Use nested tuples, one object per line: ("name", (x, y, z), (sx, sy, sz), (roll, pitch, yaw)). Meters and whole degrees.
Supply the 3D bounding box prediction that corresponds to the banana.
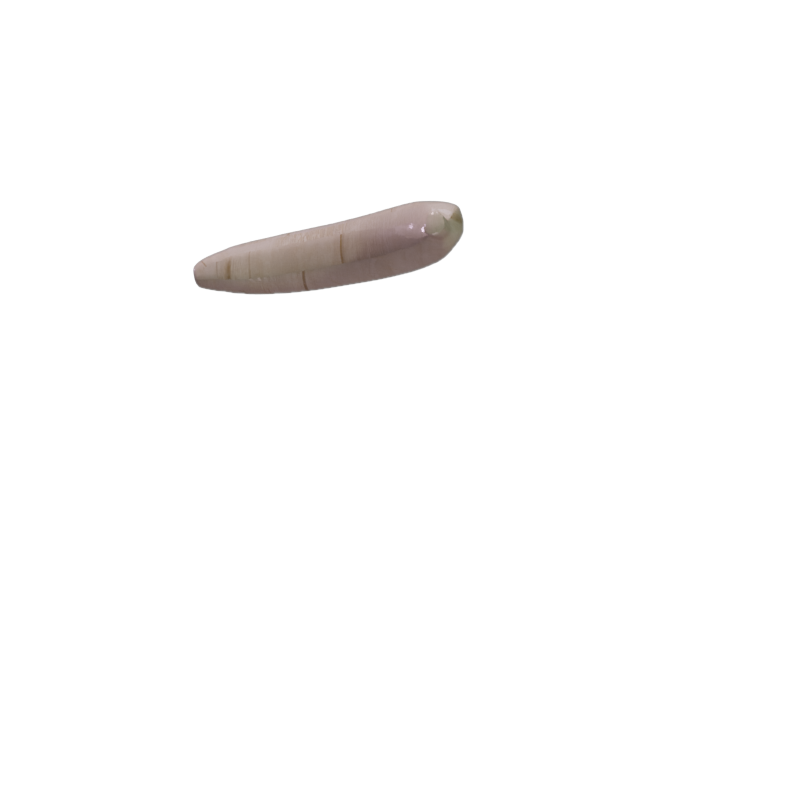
("banana", (-0.034, -0.088, 0.634), (0.202, 0.038, 0.066), (-7, -12, 43))
